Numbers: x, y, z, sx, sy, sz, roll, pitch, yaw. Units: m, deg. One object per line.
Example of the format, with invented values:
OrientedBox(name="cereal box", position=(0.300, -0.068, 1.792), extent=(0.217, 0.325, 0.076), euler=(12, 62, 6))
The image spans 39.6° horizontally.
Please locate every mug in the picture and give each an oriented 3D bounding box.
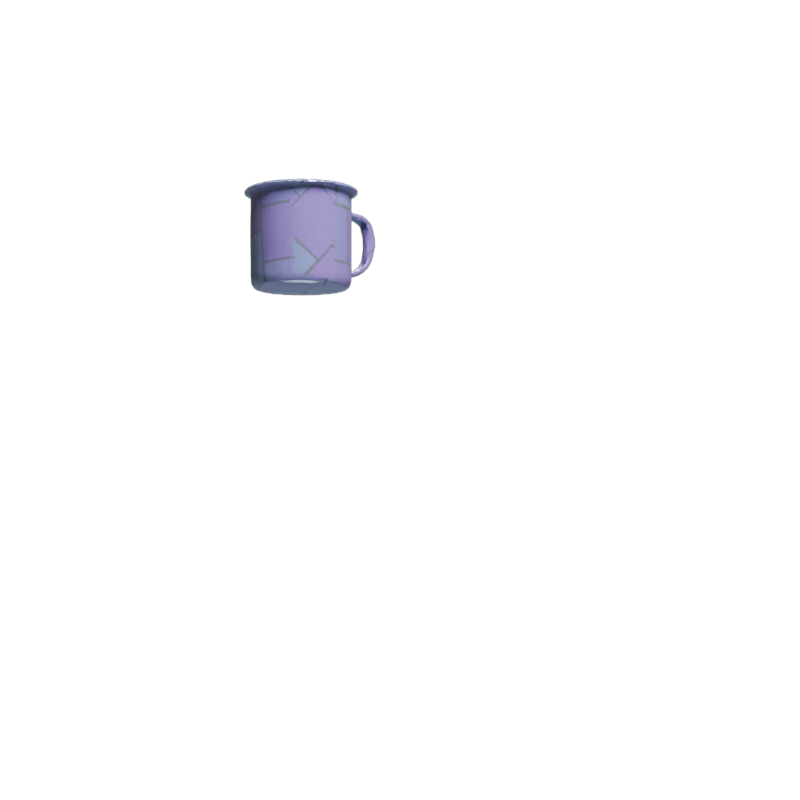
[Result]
OrientedBox(name="mug", position=(-0.071, -0.129, 0.905), extent=(0.112, 0.083, 0.095), euler=(4, -7, -37))
